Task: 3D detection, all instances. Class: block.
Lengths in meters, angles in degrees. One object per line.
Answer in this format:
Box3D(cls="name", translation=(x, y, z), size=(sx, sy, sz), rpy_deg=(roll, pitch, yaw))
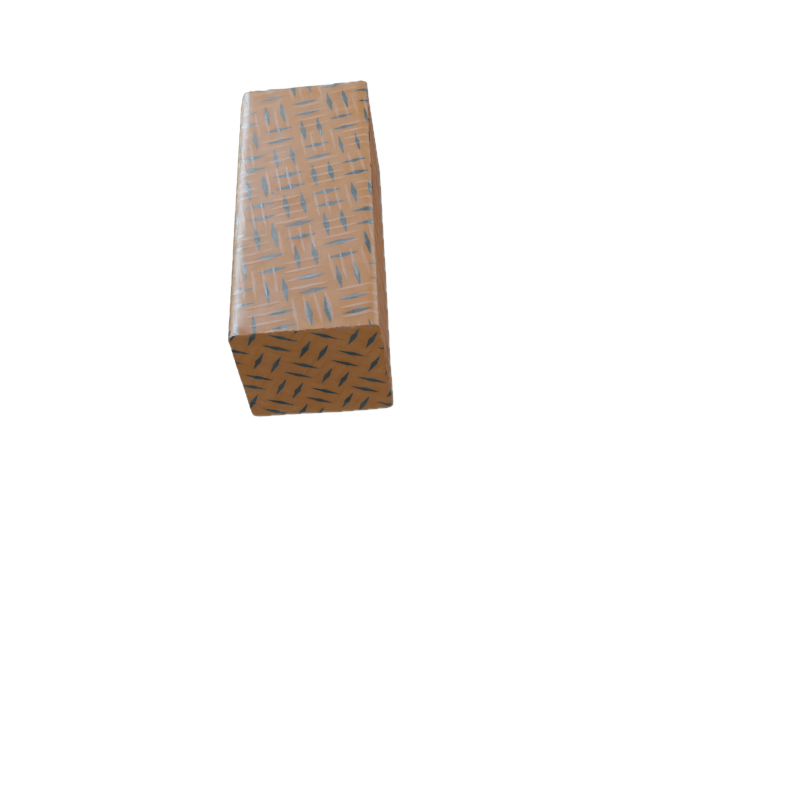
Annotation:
Box3D(cls="block", translation=(-0.057, -0.103, 0.722), size=(0.091, 0.221, 0.084), rpy_deg=(-5, -37, 3))
